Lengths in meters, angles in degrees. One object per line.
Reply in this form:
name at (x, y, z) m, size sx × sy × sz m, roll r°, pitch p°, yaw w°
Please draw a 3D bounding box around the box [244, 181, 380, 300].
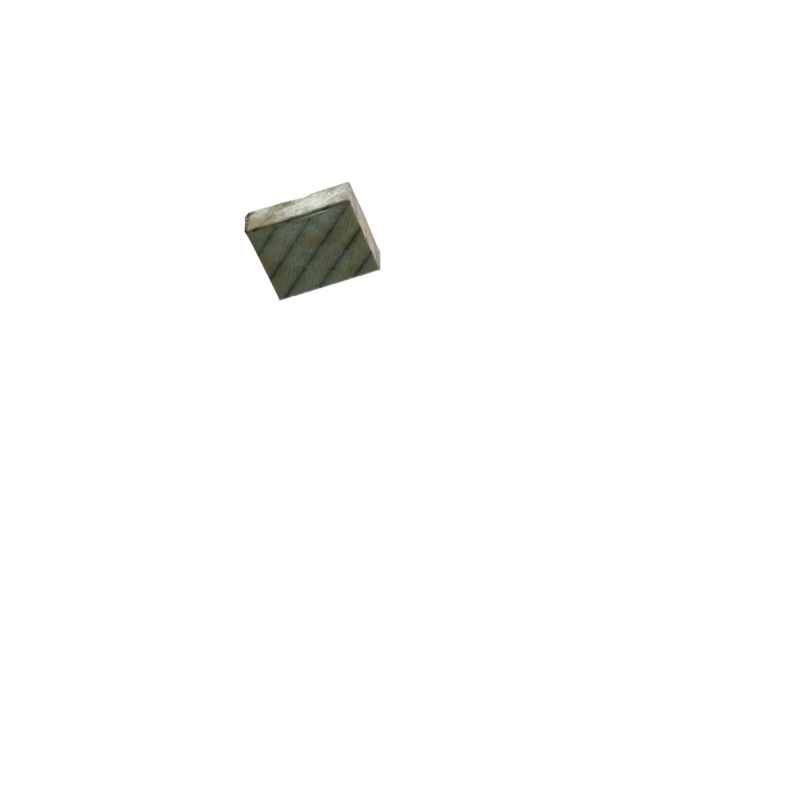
box at (-0.068, -0.125, 0.873) m, size 0.090 × 0.068 × 0.032 m, roll -15°, pitch 39°, yaw 12°
